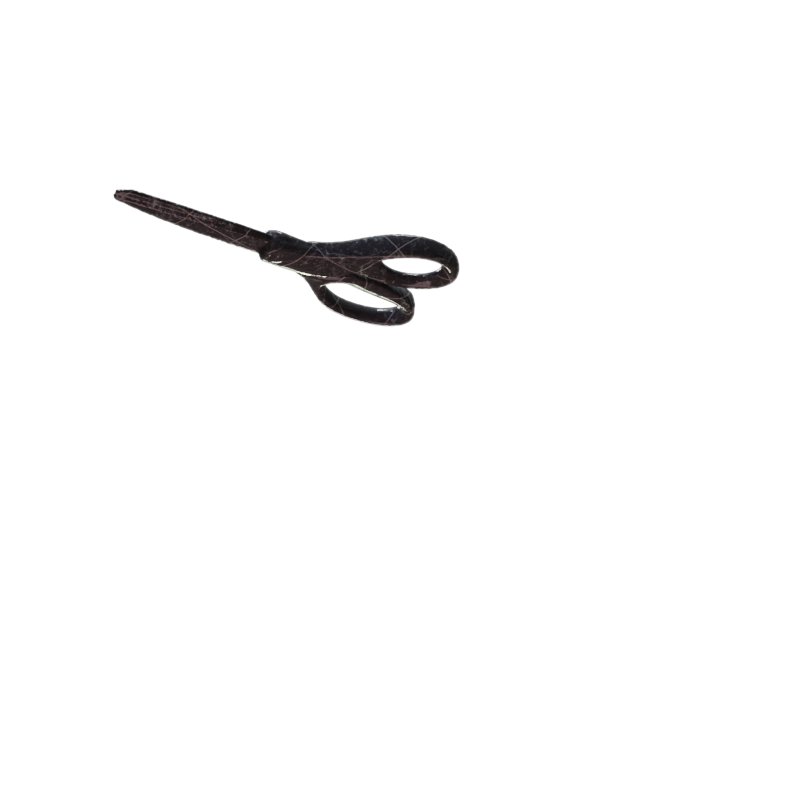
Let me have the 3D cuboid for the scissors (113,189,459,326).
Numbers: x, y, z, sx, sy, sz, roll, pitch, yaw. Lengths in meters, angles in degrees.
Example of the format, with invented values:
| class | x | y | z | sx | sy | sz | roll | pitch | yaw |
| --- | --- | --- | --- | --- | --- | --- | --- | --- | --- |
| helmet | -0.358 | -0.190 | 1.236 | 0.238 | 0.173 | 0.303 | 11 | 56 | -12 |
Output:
| class | x | y | z | sx | sy | sz | roll | pitch | yaw |
| --- | --- | --- | --- | --- | --- | --- | --- | --- | --- |
| scissors | -0.047 | -0.086 | 0.599 | 0.097 | 0.017 | 0.188 | -19 | -31 | 35 |
